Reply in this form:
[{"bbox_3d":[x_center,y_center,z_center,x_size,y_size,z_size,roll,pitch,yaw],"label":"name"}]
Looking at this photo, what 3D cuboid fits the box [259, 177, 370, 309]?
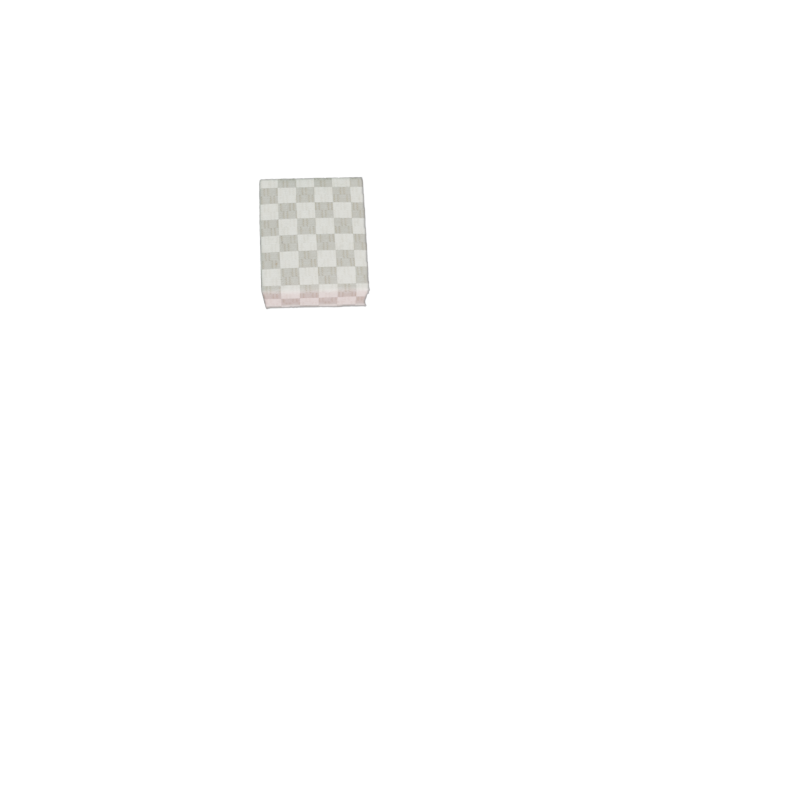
[{"bbox_3d":[-0.074,-0.135,0.943,0.090,0.120,0.037,-3,-24,-2],"label":"box"}]
